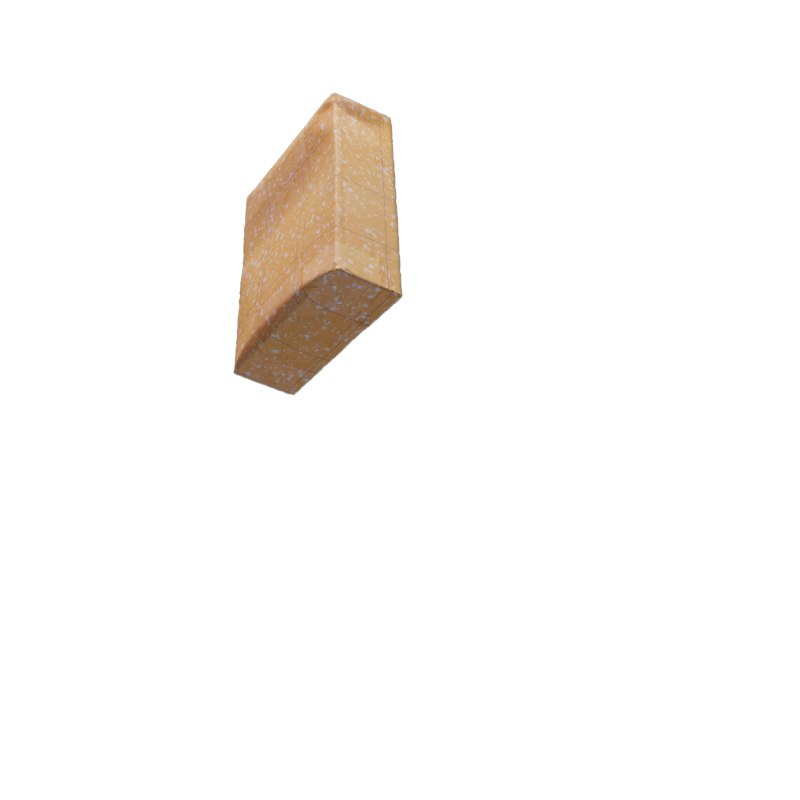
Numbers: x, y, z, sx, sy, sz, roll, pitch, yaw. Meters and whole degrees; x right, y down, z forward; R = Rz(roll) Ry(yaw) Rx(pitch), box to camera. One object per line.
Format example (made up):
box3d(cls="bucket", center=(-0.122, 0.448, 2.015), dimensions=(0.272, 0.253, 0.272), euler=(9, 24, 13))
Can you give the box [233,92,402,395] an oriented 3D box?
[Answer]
box3d(cls="box", center=(-0.076, -0.139, 0.971), dimensions=(0.068, 0.229, 0.161), euler=(22, -45, -29))
